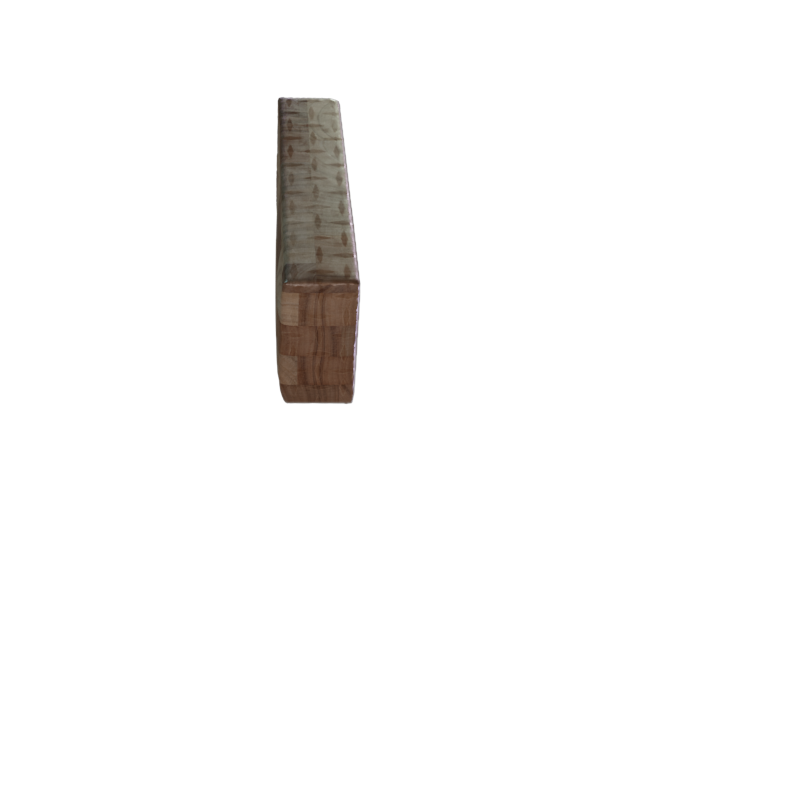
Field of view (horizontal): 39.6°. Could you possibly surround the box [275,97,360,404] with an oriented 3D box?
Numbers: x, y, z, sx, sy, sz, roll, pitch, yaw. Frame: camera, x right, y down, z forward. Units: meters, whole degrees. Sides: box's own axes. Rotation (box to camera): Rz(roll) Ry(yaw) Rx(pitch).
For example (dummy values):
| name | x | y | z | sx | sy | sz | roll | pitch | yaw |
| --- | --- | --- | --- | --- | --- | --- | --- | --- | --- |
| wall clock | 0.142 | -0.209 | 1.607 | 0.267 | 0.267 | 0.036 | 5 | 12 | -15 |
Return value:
| name | x | y | z | sx | sy | sz | roll | pitch | yaw |
| --- | --- | --- | --- | --- | --- | --- | --- | --- | --- |
| box | -0.050 | -0.093 | 0.647 | 0.048 | 0.087 | 0.189 | 1 | 44 | -5 |
